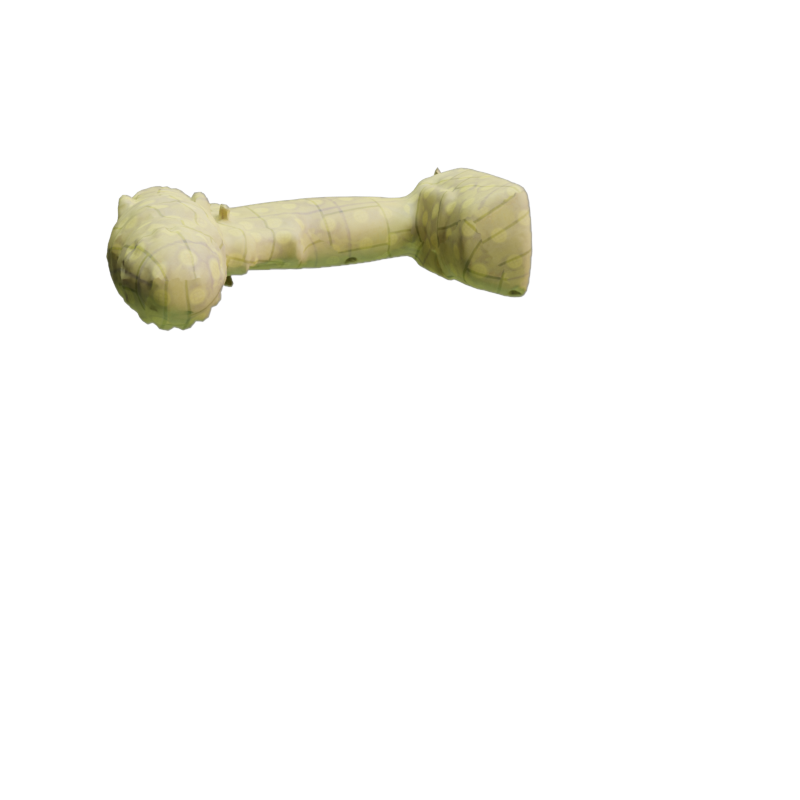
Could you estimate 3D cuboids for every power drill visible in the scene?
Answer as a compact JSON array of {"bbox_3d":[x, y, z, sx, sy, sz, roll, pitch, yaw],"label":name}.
[{"bbox_3d":[-0.040,-0.073,0.511,0.185,0.056,0.193,-3,17,-12],"label":"power drill"}]
